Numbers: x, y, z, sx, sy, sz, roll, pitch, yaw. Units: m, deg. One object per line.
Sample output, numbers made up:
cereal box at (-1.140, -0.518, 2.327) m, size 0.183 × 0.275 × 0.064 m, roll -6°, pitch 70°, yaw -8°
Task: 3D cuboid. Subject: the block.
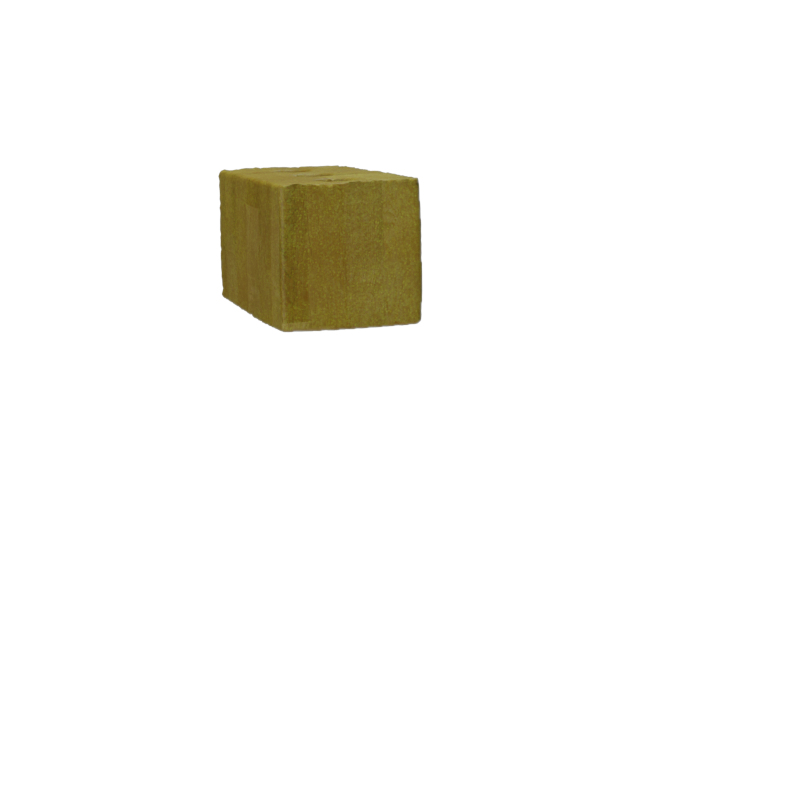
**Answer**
block at (-0.032, -0.058, 0.409) m, size 0.051 × 0.050 × 0.082 m, roll -5°, pitch 14°, yaw -24°
